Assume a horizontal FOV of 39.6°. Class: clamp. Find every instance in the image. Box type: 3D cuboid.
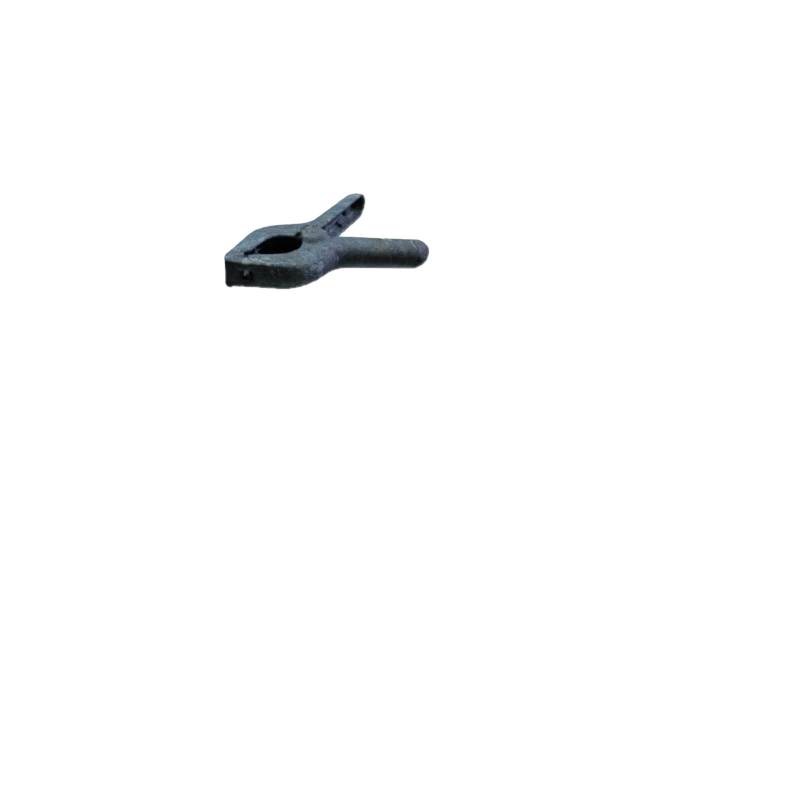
[{"bbox_3d":[-0.075,-0.136,0.955,0.169,0.037,0.129,-11,31,-19],"label":"clamp"}]
